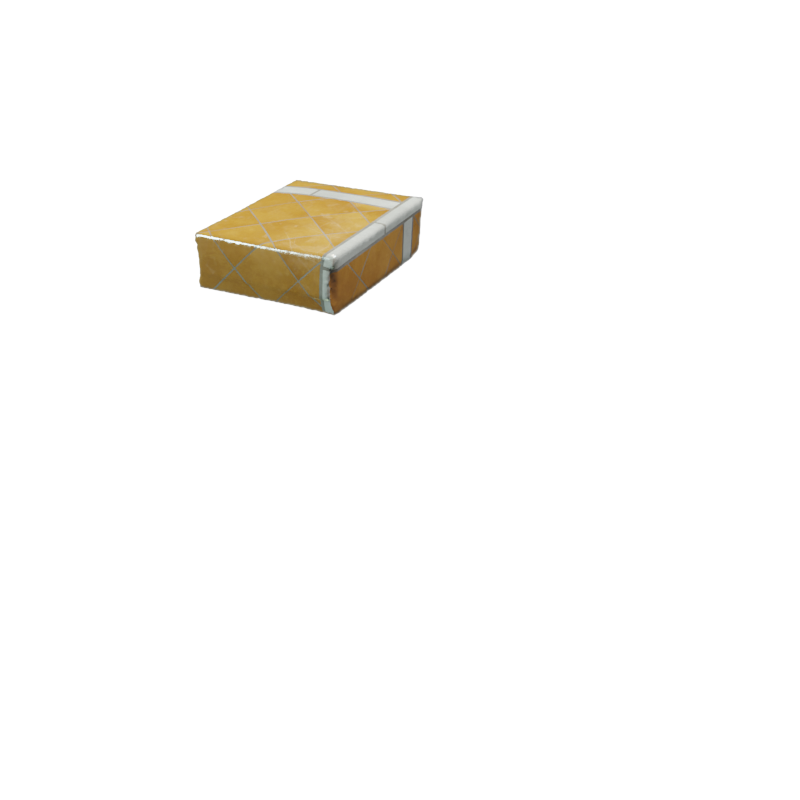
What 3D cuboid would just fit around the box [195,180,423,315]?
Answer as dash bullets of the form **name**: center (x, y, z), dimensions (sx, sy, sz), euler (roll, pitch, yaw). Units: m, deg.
- **box**: center (-0.050, -0.092, 0.642), dimensions (0.094, 0.037, 0.114), euler (13, 28, 25)
